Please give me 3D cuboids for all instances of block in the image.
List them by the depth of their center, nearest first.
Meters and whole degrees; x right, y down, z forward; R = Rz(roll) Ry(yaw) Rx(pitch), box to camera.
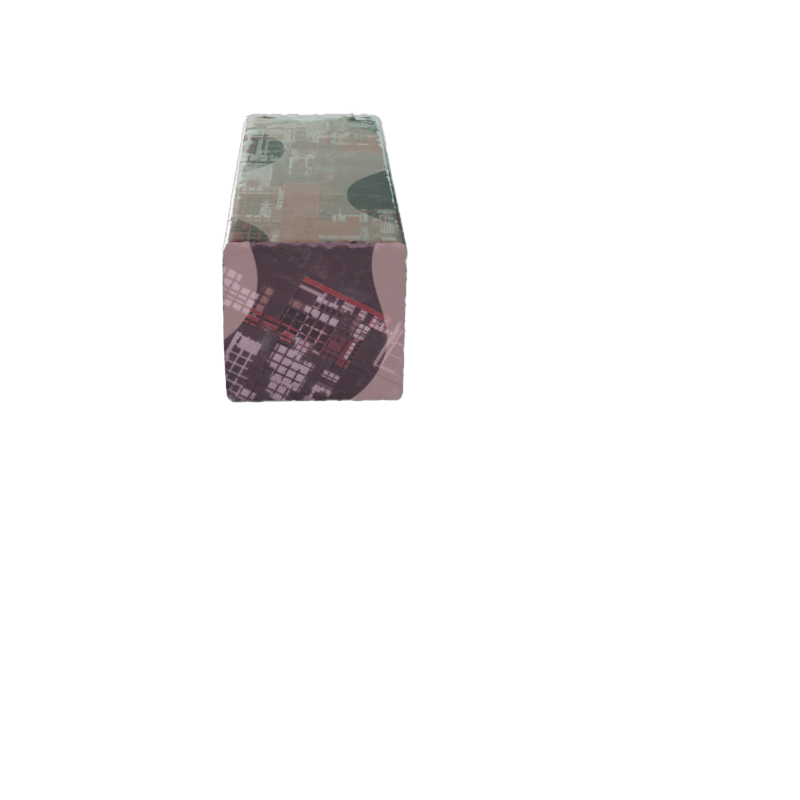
[{"bbox_3d":[-0.050,-0.091,0.635,0.090,0.085,0.218,-1,29,-3],"label":"block"}]
